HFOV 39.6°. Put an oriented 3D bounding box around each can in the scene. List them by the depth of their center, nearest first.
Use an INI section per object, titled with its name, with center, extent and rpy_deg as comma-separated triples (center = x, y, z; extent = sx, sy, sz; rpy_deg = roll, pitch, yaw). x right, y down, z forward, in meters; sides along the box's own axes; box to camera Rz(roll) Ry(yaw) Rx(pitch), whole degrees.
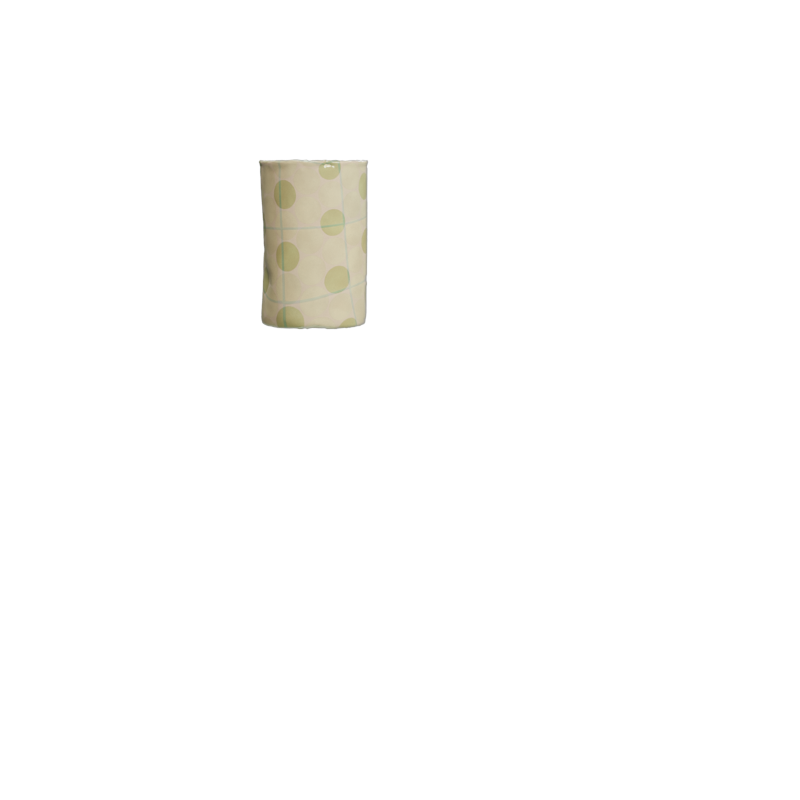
[can]
center = -0.054, -0.099, 0.691
extent = 0.068, 0.101, 0.069
rpy_deg = 0, 6, -2
